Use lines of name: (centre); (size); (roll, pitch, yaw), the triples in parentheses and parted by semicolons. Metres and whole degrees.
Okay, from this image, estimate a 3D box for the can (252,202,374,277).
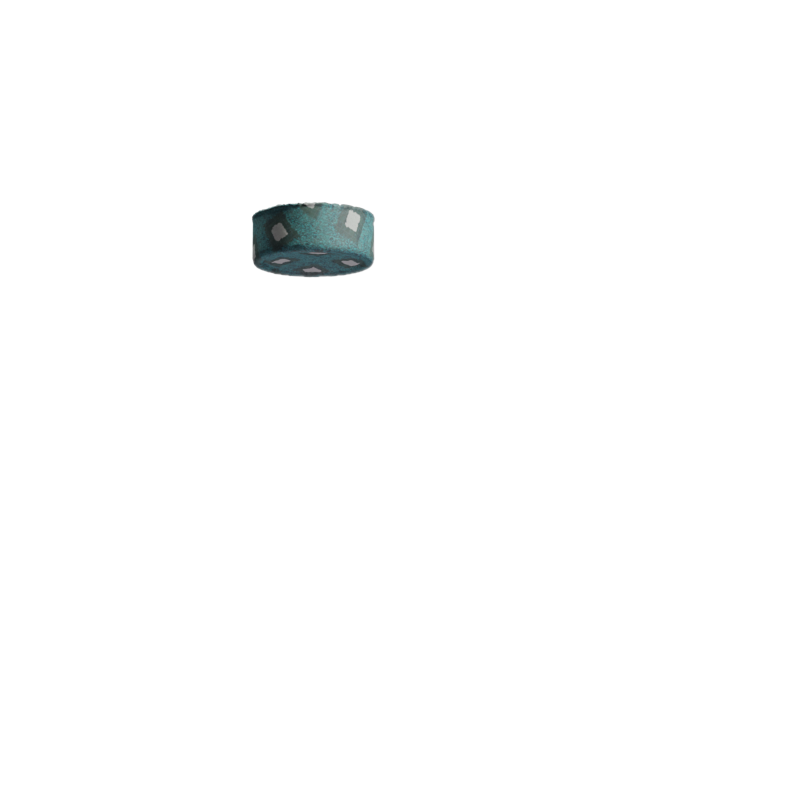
can: (-0.060, -0.110, 0.769); (0.086, 0.034, 0.084); (0, -7, -2)
